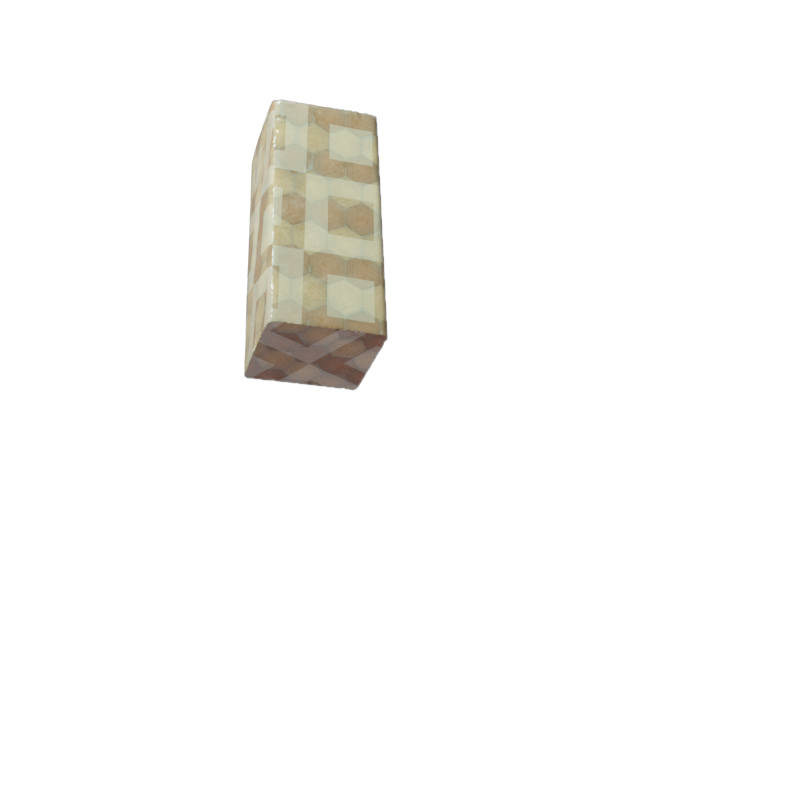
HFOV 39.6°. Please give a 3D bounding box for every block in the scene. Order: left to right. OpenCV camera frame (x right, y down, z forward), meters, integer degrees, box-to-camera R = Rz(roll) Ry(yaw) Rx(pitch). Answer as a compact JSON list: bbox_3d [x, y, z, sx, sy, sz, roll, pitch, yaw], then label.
[{"bbox_3d":[-0.068,-0.124,0.869,0.089,0.220,0.086,7,-33,-15],"label":"block"}]
